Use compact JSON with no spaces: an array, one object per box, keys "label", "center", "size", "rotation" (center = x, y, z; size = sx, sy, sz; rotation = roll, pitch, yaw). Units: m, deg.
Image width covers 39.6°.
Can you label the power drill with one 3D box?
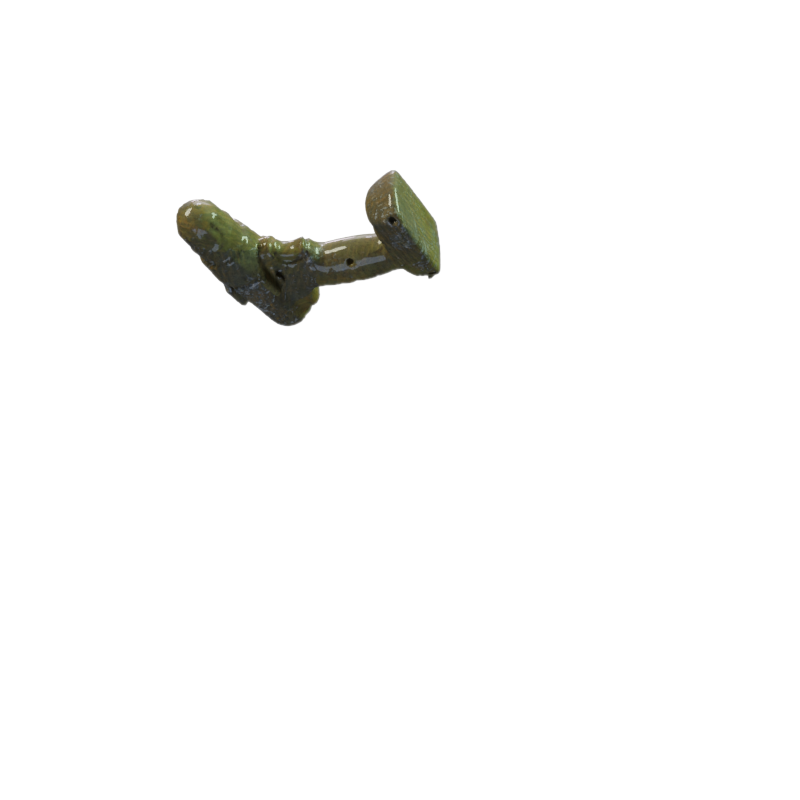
[{"label":"power drill","center":[-0.074,-0.134,0.940],"size":[0.190,0.061,0.171],"rotation":[-12,-28,23]}]
